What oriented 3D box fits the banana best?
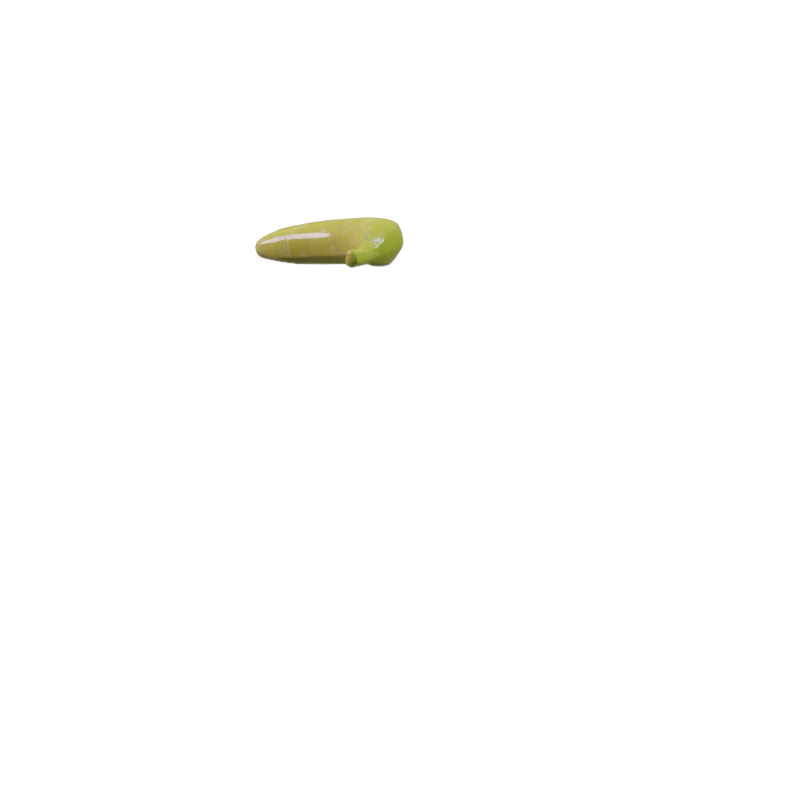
[{"bbox_3d":[-0.048,-0.122,0.855,0.068,0.036,0.205,-3,8,-26],"label":"banana"}]
